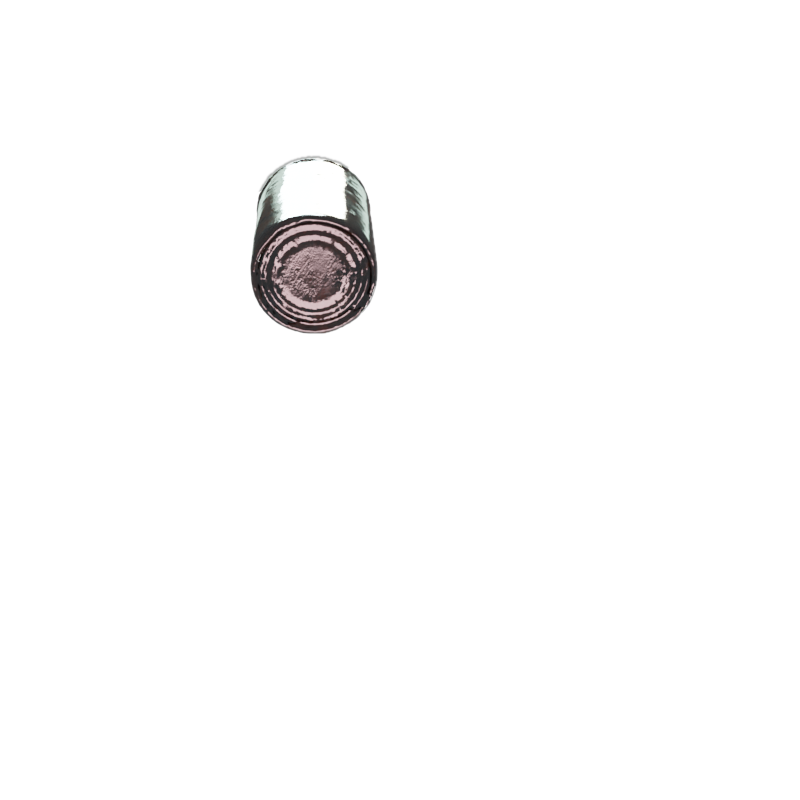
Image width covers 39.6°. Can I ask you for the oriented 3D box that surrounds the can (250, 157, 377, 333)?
[{"bbox_3d":[-0.048,-0.088,0.616,0.068,0.065,0.108,0,26,-3],"label":"can"}]
